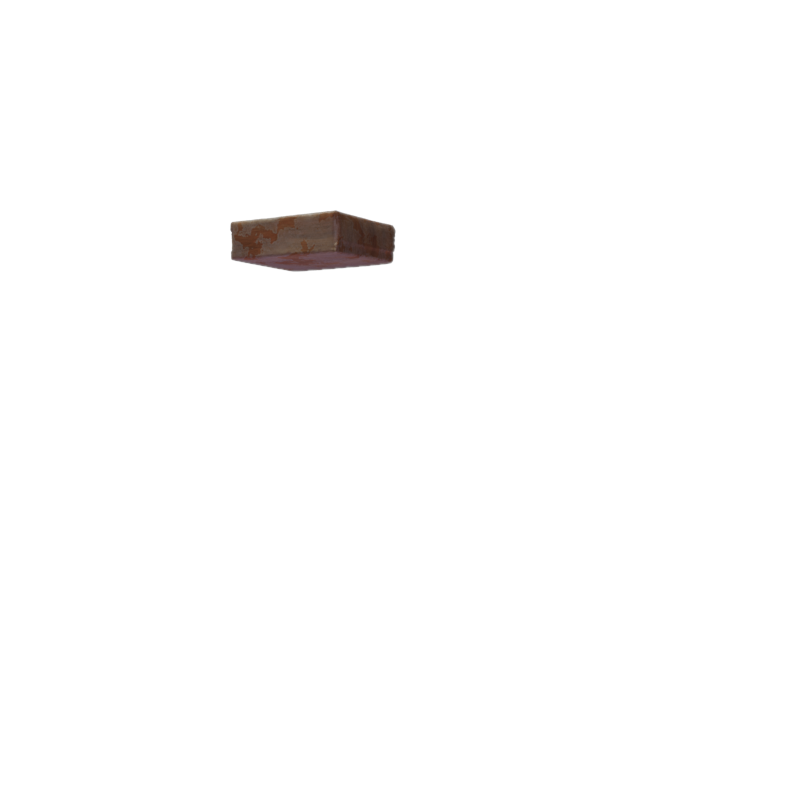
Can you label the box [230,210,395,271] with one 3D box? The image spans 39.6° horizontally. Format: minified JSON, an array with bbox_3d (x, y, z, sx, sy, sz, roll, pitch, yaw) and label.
[{"bbox_3d":[-0.059,-0.108,0.755,0.092,0.031,0.070,-1,-2,33],"label":"box"}]
